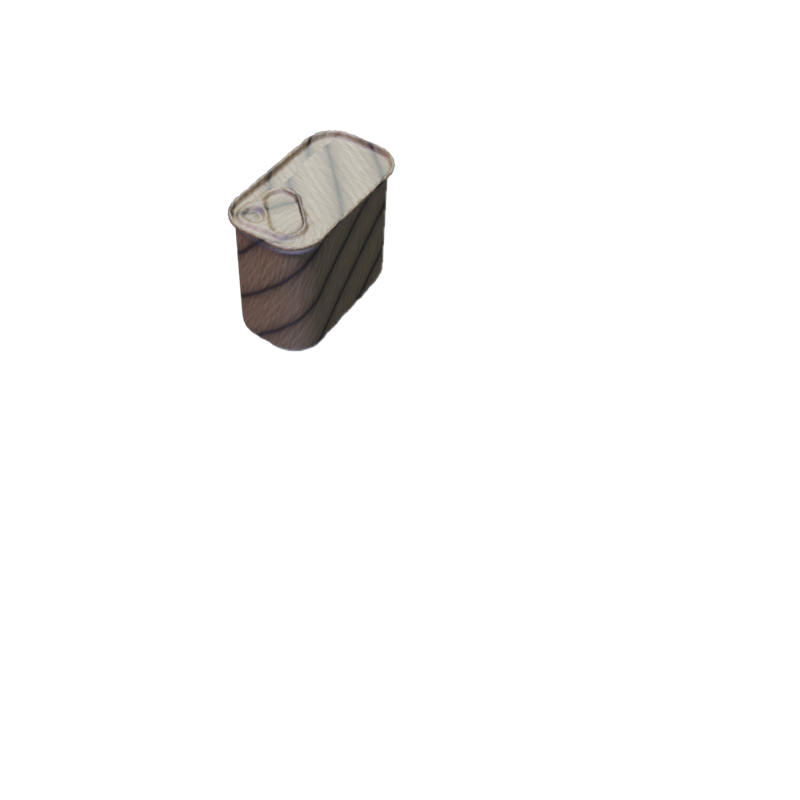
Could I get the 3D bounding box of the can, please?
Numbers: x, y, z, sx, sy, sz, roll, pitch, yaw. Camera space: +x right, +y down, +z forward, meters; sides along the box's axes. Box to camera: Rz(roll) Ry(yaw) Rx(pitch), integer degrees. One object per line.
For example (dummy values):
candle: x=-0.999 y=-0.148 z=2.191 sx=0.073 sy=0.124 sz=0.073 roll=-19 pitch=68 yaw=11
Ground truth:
can: x=-0.049 y=-0.090 z=0.630 sx=0.060 sy=0.078 sz=0.104 roll=26 pitch=51 yaw=20
